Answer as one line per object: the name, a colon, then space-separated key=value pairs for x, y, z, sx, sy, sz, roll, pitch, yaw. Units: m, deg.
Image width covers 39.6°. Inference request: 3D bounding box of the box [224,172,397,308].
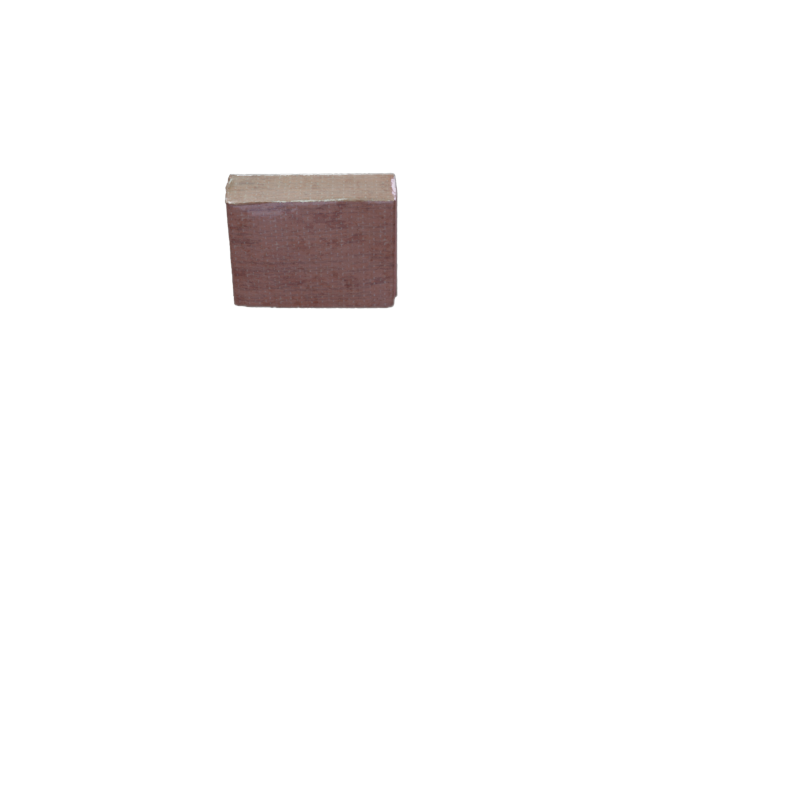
box: x=-0.058 y=-0.106 z=0.744 sx=0.113 sy=0.084 sz=0.042 roll=-1 pitch=38 yaw=0
